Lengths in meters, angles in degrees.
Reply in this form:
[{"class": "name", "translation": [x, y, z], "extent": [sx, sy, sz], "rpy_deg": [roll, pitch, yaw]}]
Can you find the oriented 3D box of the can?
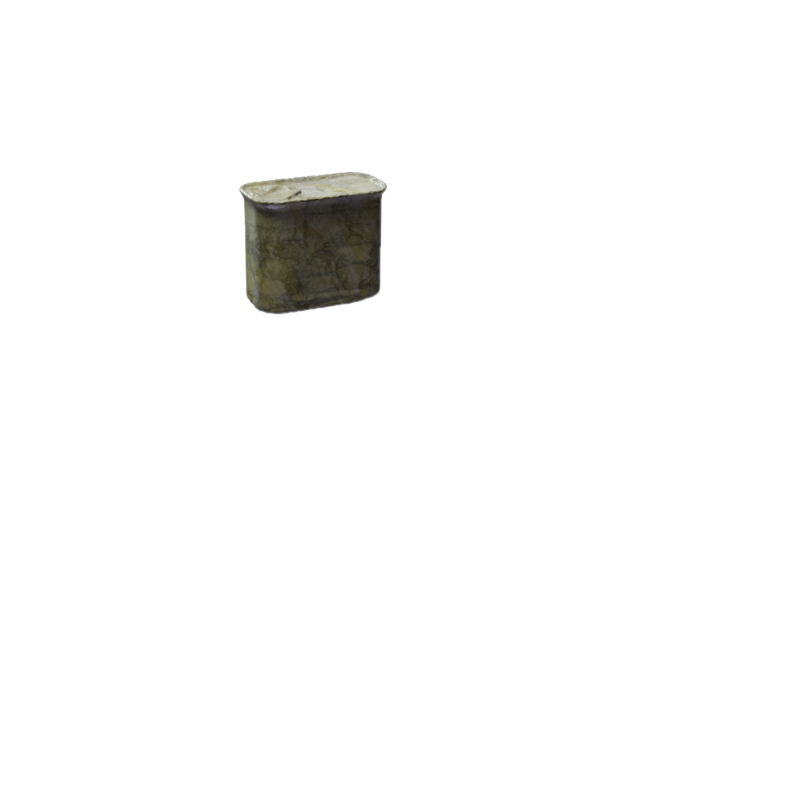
[{"class": "can", "translation": [-0.062, -0.114, 0.795], "extent": [0.100, 0.080, 0.061], "rpy_deg": [-9, 23, -23]}]
